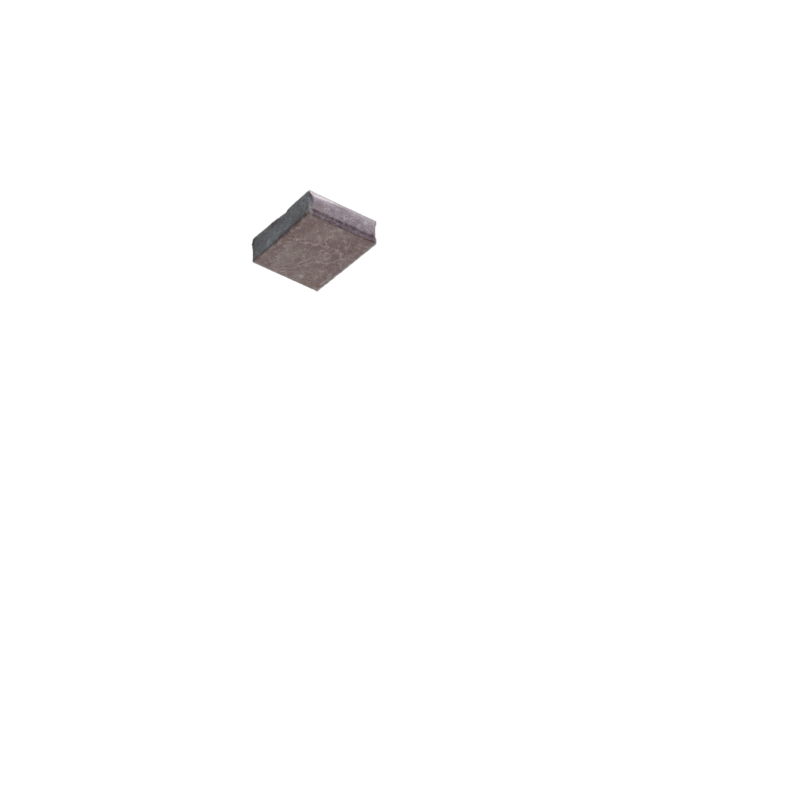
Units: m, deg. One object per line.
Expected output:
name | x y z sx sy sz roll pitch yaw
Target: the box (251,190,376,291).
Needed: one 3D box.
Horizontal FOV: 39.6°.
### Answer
box | -0.076 -0.138 0.968 0.069 0.032 0.088 23 -39 -32
